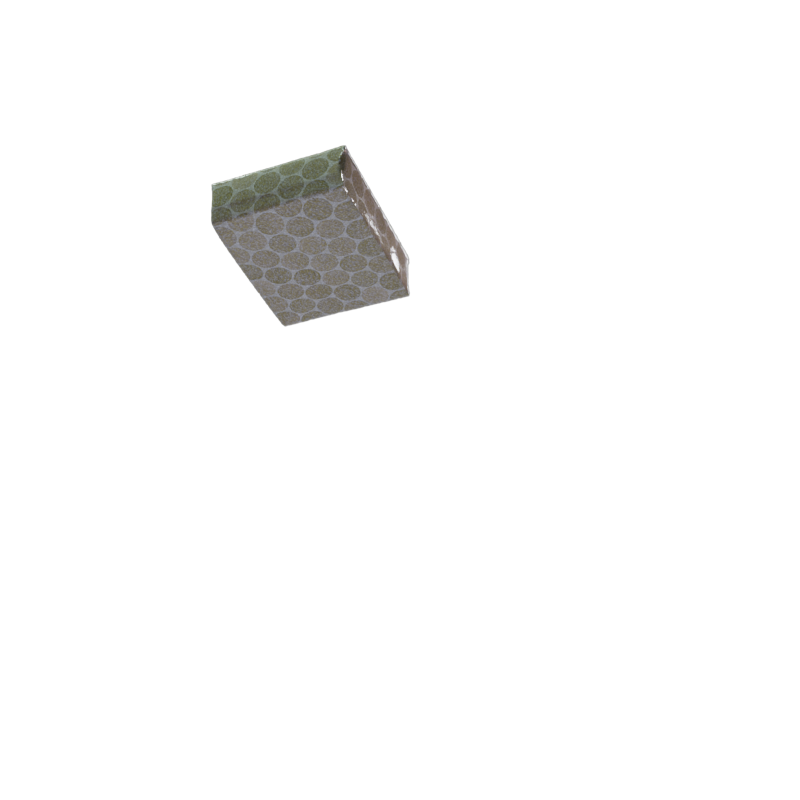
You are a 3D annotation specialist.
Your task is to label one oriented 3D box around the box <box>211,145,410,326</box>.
[{"bbox_3d":[-0.054,-0.098,0.686,0.091,0.042,0.105,-13,-37,17],"label":"box"}]
